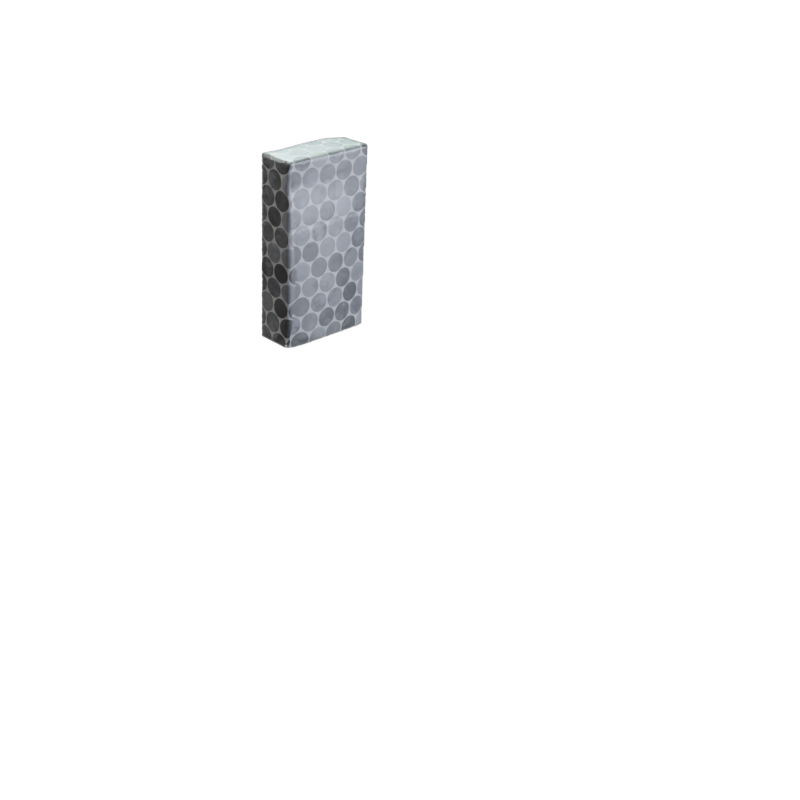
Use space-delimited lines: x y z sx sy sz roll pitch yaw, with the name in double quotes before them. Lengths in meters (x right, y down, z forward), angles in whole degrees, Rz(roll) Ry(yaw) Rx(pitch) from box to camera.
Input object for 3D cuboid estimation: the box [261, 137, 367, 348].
"box" -0.078 -0.142 0.991 0.092 0.168 0.051 -18 28 -40
